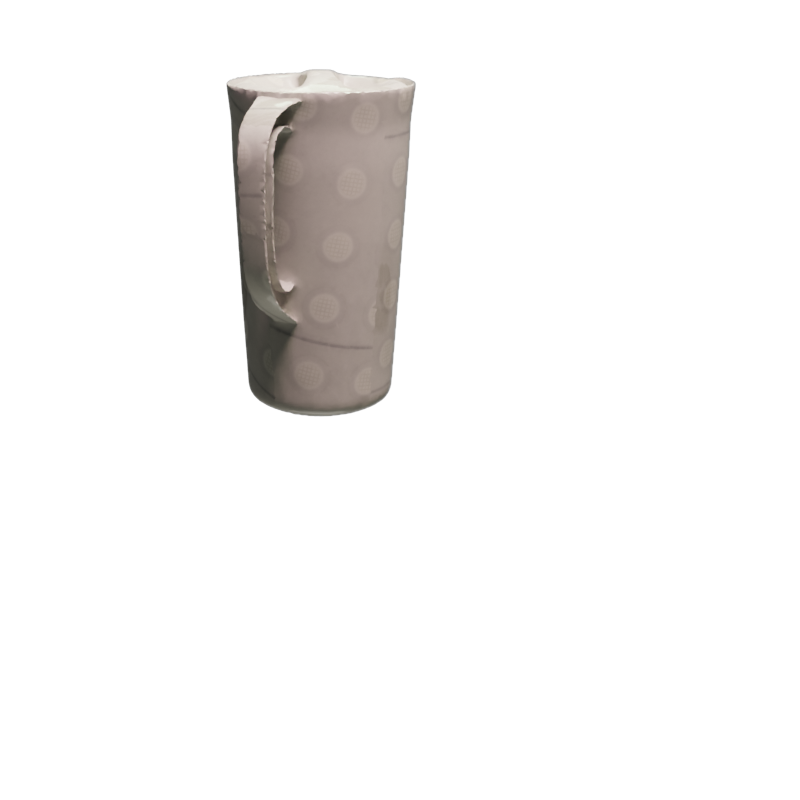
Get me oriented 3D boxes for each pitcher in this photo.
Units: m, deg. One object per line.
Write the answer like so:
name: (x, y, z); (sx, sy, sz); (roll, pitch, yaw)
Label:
pitcher: (-0.063, -0.114, 0.801); (0.146, 0.235, 0.153); (-6, 18, -22)
